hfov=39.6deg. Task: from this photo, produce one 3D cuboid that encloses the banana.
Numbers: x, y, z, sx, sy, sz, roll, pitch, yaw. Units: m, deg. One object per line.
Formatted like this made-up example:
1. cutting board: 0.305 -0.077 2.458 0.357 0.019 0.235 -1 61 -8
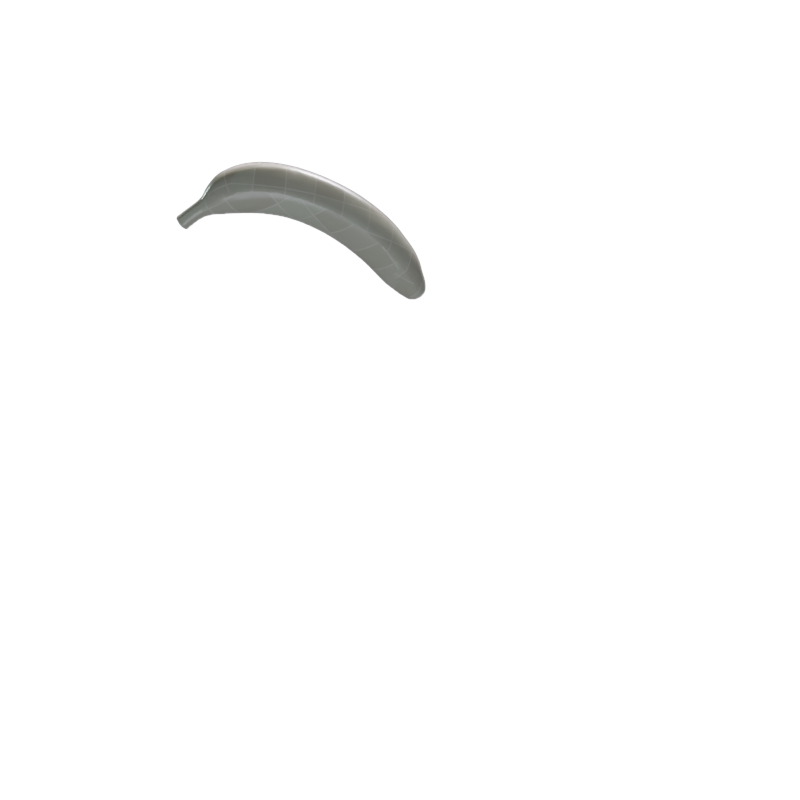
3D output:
1. banana: -0.061 -0.132 0.820 0.193 0.067 0.039 18 36 -13
